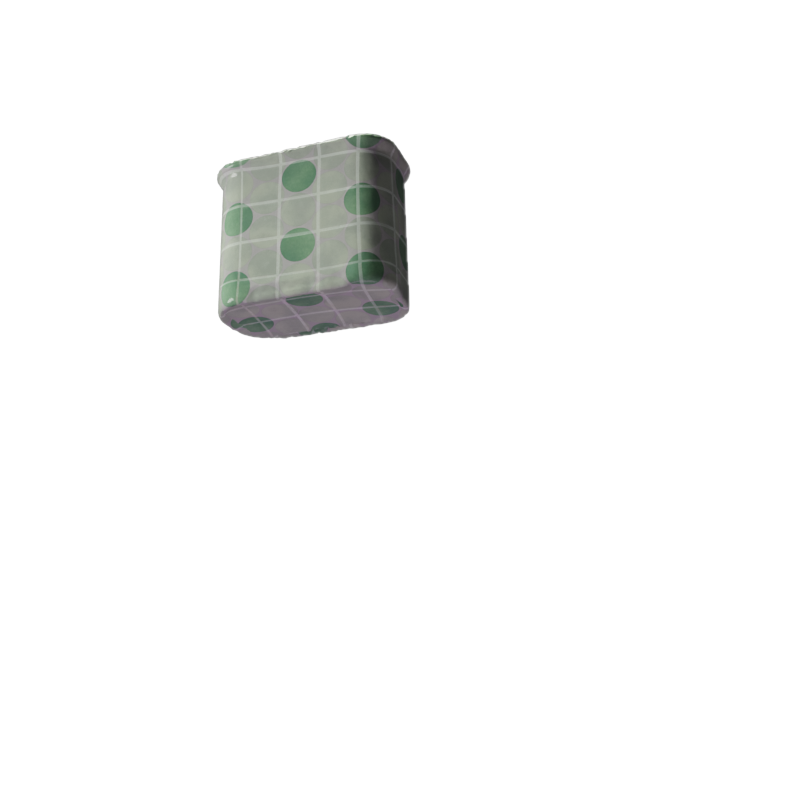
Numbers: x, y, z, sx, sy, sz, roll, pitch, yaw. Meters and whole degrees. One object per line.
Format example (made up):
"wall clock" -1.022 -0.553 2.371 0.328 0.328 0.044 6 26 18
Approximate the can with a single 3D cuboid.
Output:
"can" -0.046 -0.083 0.580 0.103 0.089 0.053 -9 -26 18
